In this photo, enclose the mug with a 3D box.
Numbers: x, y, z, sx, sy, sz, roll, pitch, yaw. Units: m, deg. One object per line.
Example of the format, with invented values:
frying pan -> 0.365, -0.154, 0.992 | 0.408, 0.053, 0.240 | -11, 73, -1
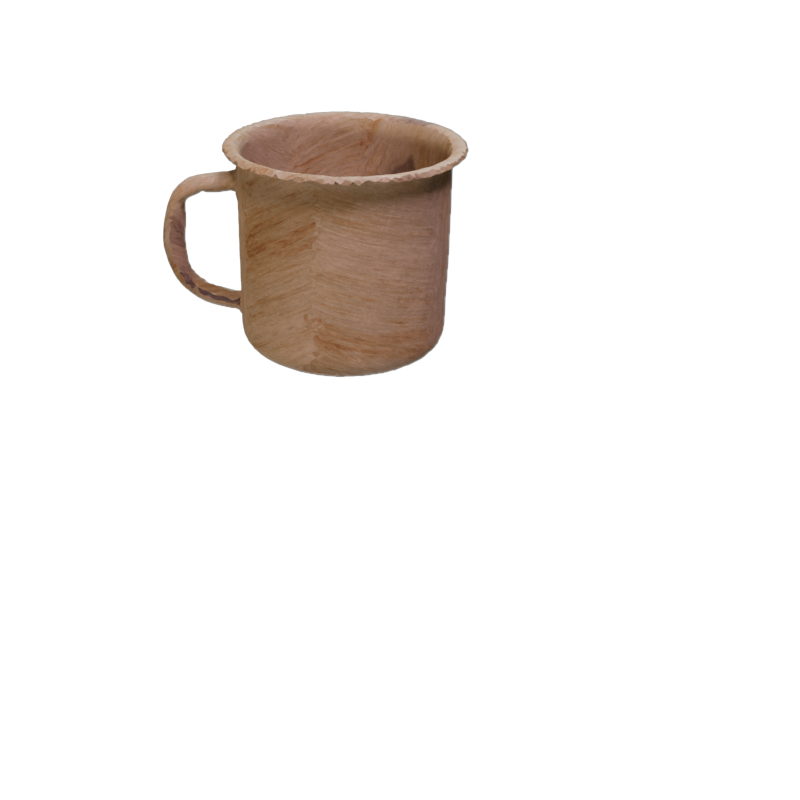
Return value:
mug -> -0.034, -0.062, 0.434 | 0.117, 0.077, 0.099 | -1, 26, -4
